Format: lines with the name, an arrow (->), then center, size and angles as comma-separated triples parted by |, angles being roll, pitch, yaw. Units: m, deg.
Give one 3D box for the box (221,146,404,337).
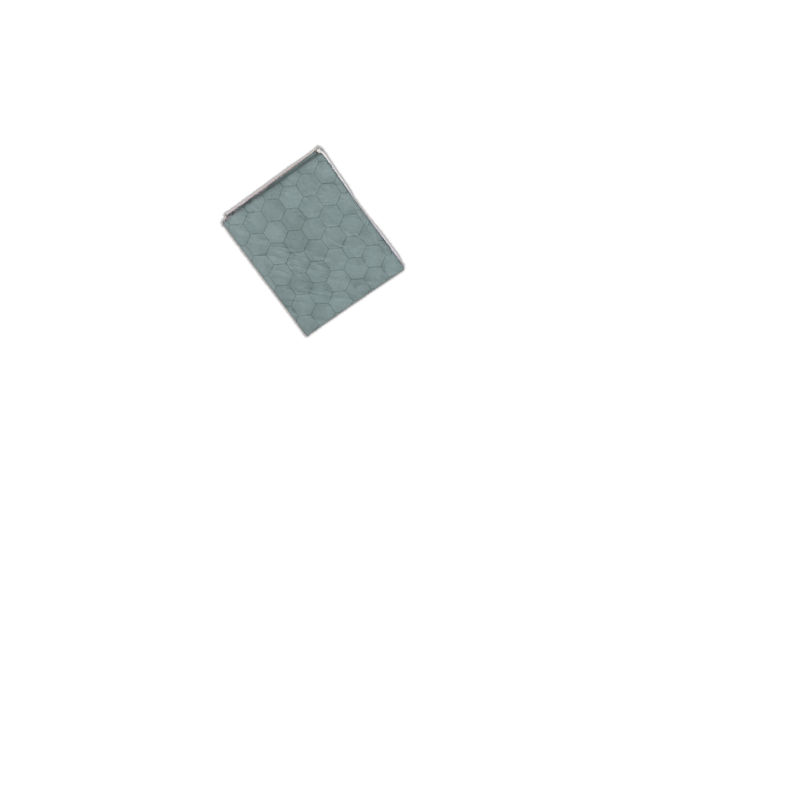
box -> -0.052, -0.095, 0.665 | 0.073, 0.087, 0.031 | -35, 10, 6
